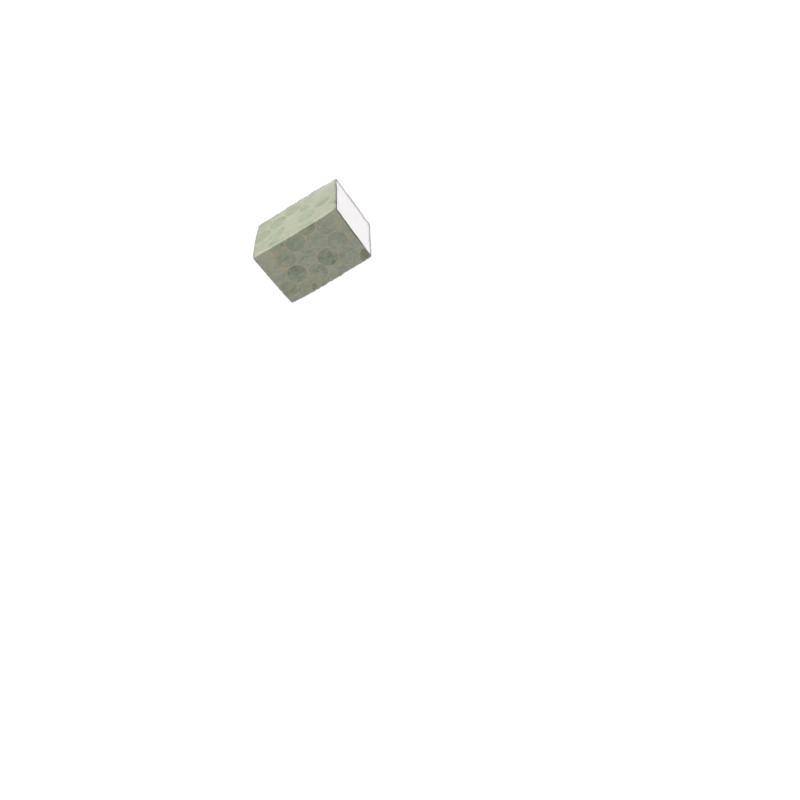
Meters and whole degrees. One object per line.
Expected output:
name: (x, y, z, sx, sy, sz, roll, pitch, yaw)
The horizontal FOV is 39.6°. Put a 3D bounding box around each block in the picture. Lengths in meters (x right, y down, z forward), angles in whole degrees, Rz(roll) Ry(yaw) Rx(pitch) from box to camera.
block: (-0.068, -0.124, 0.867, 0.078, 0.049, 0.055, -28, 30, 16)
